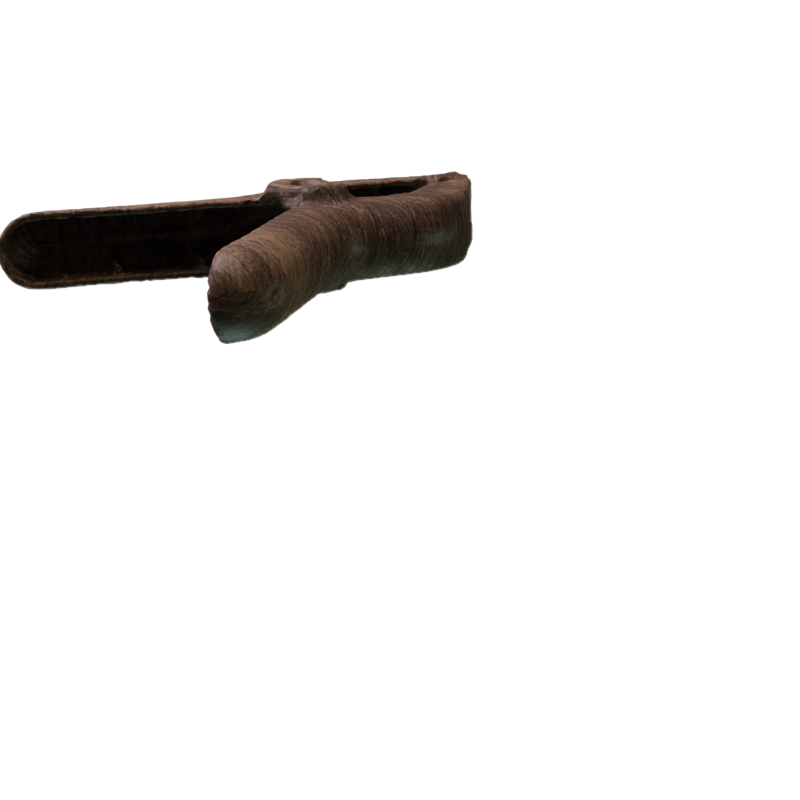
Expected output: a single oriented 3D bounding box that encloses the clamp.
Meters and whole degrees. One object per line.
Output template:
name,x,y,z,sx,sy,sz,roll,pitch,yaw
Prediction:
clamp,-0.028,-0.051,0.356,0.168,0.037,0.128,-17,28,-34
